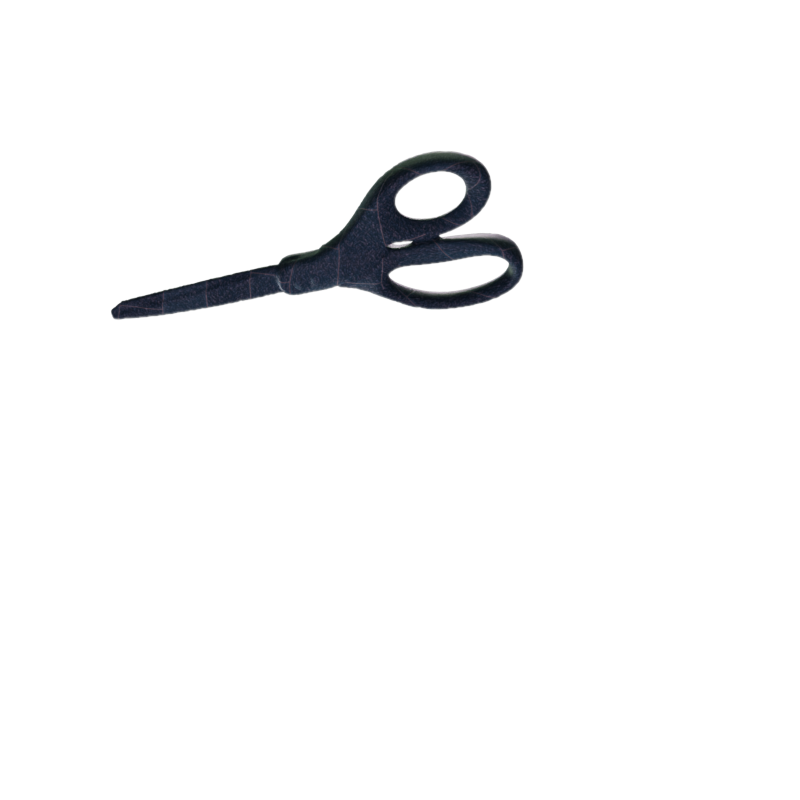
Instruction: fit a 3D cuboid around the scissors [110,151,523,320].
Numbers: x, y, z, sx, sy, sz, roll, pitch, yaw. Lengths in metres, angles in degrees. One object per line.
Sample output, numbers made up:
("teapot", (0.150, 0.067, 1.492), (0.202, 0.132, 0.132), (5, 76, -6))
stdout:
("scissors", (-0.041, -0.075, 0.525), (0.201, 0.090, 0.017), (0, 40, 0))
